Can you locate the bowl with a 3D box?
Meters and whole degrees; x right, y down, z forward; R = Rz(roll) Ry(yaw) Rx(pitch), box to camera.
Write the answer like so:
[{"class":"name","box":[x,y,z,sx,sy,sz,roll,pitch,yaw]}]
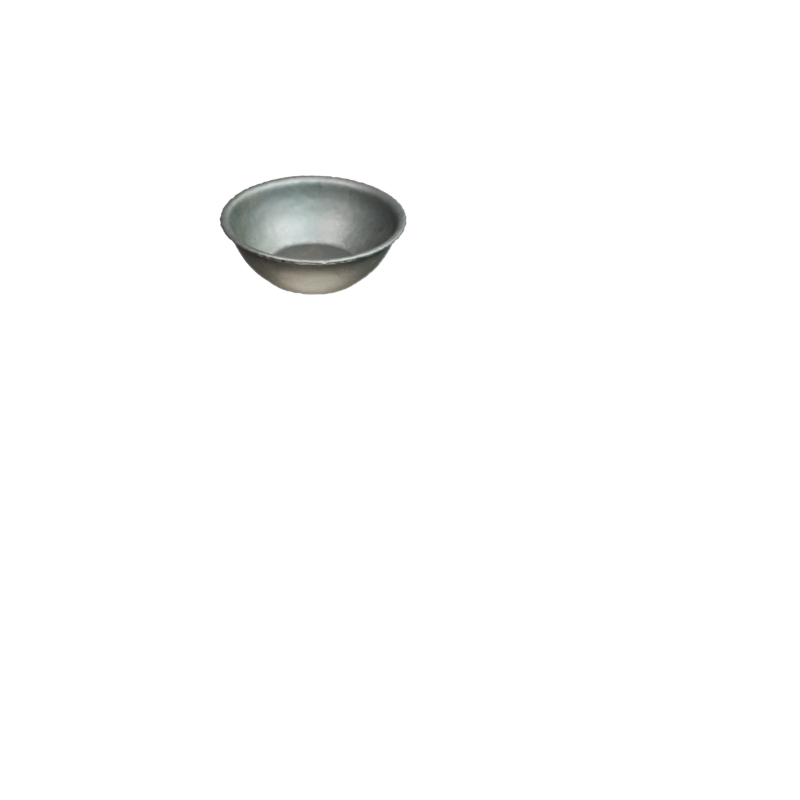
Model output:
[{"class":"bowl","box":[-0.076,-0.139,0.974,0.162,0.052,0.173,-1,35,-2]}]
